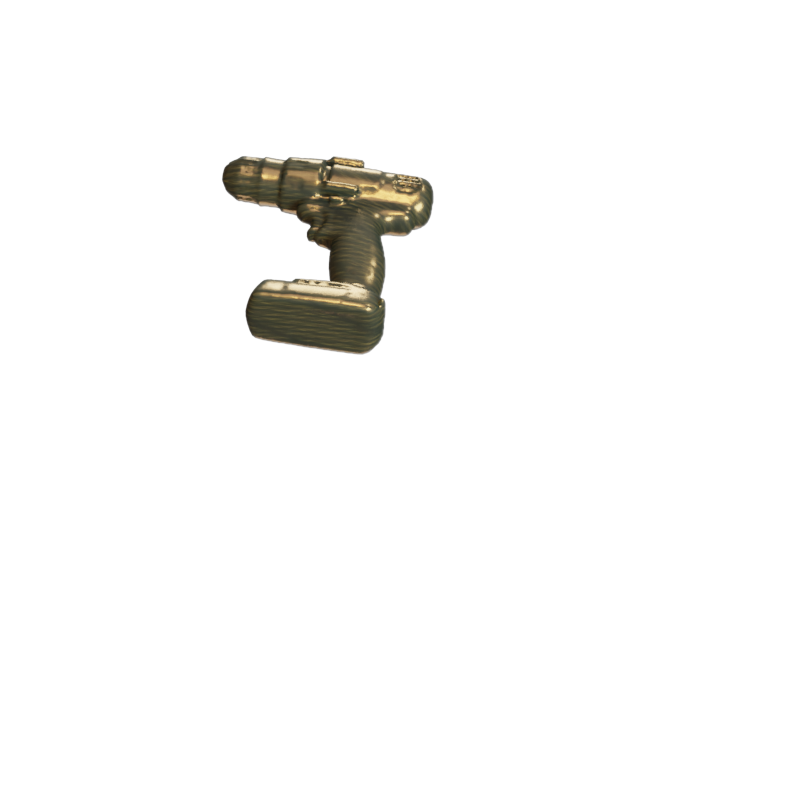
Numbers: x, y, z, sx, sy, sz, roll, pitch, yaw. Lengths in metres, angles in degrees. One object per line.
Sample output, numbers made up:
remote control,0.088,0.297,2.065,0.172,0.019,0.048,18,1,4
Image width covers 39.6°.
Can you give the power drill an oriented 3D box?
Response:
power drill,-0.071,-0.130,0.911,0.186,0.199,0.053,6,-42,5
